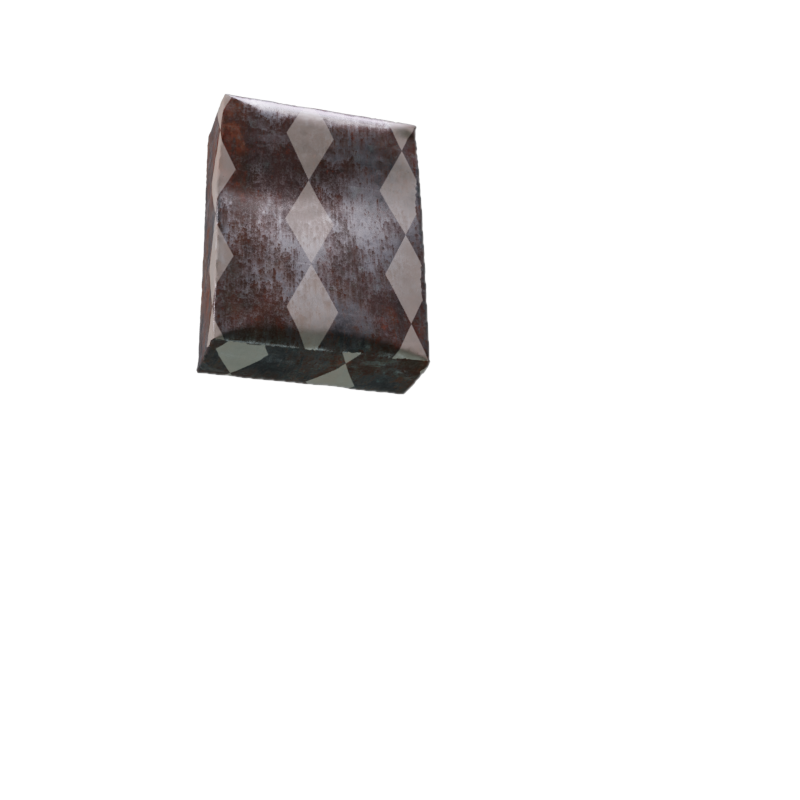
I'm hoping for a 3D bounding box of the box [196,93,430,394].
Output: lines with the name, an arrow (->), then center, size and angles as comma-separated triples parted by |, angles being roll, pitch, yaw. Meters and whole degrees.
box -> -0.067, -0.121, 0.849 | 0.160, 0.227, 0.069 | 6, -28, -15
